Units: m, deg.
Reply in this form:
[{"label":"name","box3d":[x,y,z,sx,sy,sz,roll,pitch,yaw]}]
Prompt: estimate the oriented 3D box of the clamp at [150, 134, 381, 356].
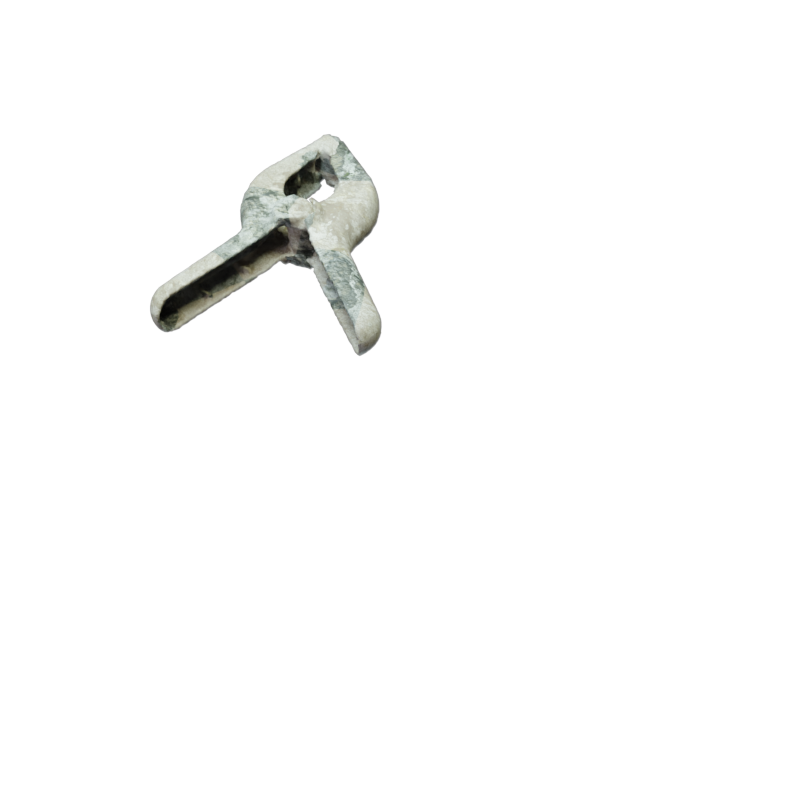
[{"label":"clamp","box3d":[-0.048,-0.087,0.609,0.124,0.036,0.179,15,49,14]}]
